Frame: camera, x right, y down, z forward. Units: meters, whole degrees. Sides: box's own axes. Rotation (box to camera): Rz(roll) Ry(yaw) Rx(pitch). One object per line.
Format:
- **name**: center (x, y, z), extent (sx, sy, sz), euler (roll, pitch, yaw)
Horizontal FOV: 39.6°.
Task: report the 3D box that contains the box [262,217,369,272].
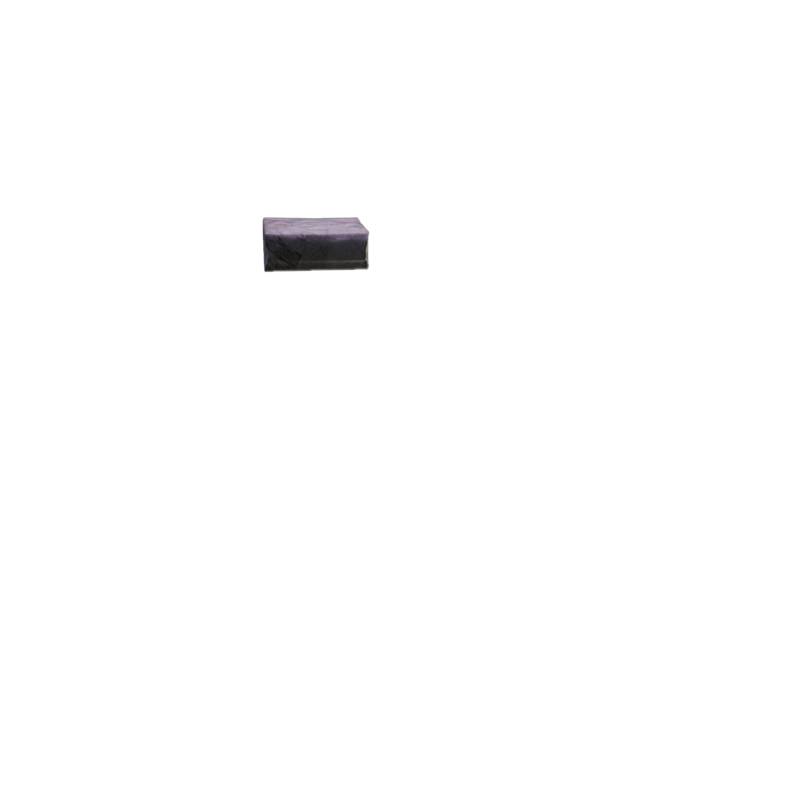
- **box**: center (-0.063, -0.114, 0.800), extent (0.073, 0.029, 0.092), euler (-1, 15, -5)
